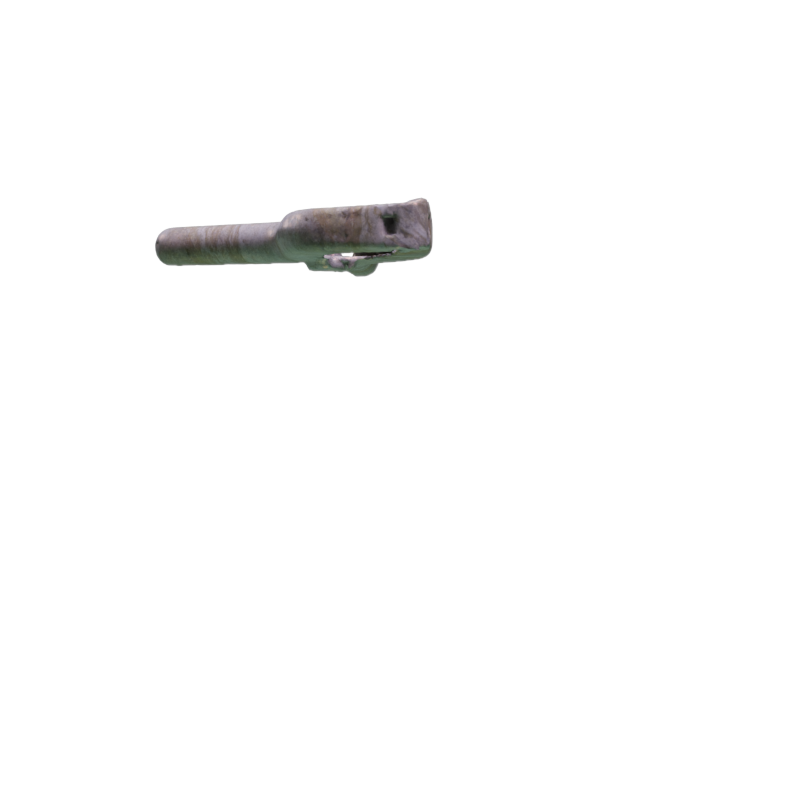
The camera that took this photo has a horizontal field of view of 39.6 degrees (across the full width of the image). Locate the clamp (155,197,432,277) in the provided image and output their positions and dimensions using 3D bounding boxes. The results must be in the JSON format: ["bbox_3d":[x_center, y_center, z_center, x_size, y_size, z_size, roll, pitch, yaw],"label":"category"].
[{"bbox_3d":[-0.054,-0.098,0.685,0.160,0.037,0.215,-1,2,-23],"label":"clamp"}]
